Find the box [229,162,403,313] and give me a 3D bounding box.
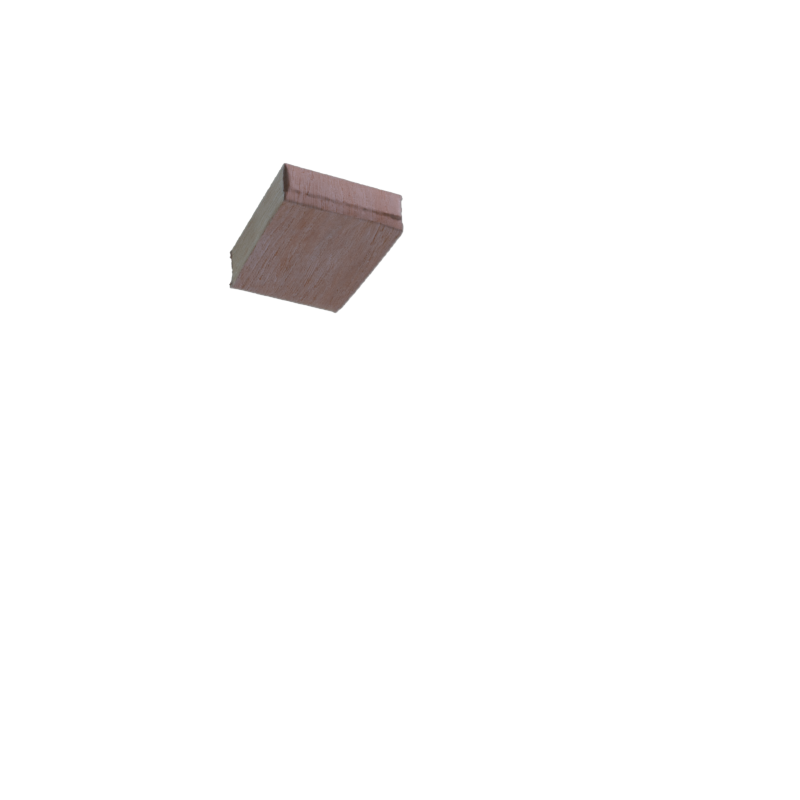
[{"bbox_3d":[-0.061,-0.112,0.785,0.087,0.042,0.110,15,-37,-21],"label":"box"}]
